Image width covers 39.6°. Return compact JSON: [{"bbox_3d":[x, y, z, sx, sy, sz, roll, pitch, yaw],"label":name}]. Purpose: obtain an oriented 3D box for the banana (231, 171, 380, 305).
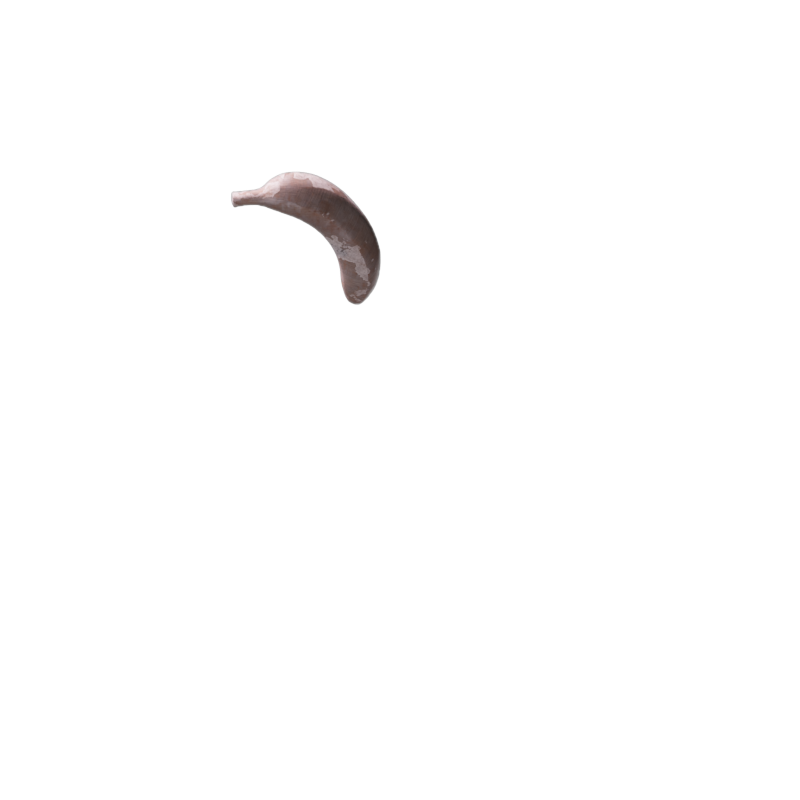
[{"bbox_3d":[-0.058,-0.137,0.912,0.070,0.039,0.183,-16,-32,26],"label":"banana"}]
